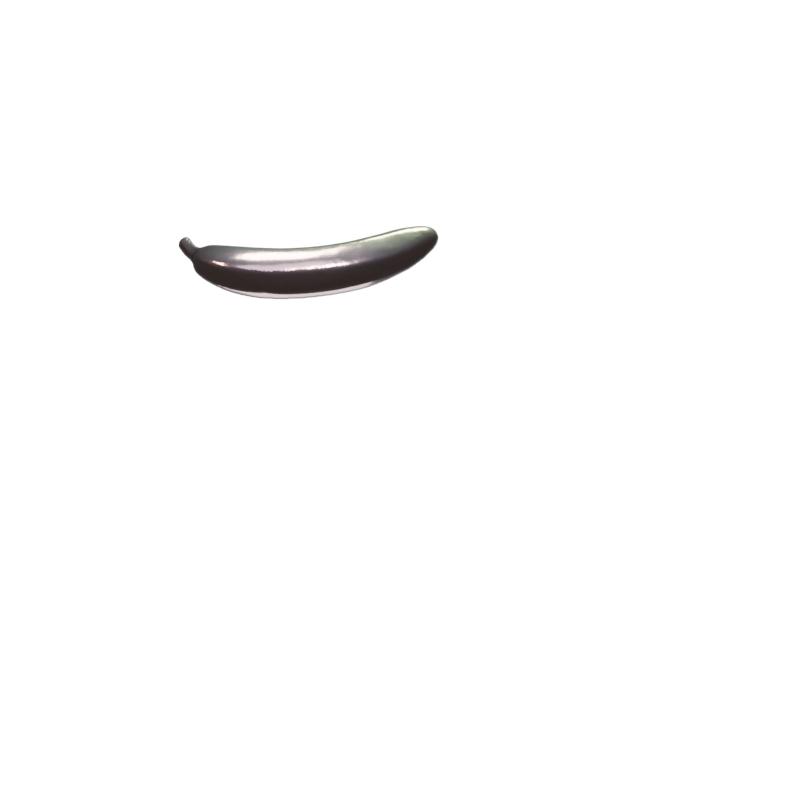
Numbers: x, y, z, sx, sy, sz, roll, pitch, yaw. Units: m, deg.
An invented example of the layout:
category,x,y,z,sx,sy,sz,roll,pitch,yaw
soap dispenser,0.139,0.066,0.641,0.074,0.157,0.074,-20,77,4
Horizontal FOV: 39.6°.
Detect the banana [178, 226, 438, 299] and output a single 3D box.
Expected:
category,x,y,z,sx,sy,sz,roll,pitch,yaw
banana,-0.068,-0.104,0.821,0.197,0.075,0.034,-1,-42,-1
